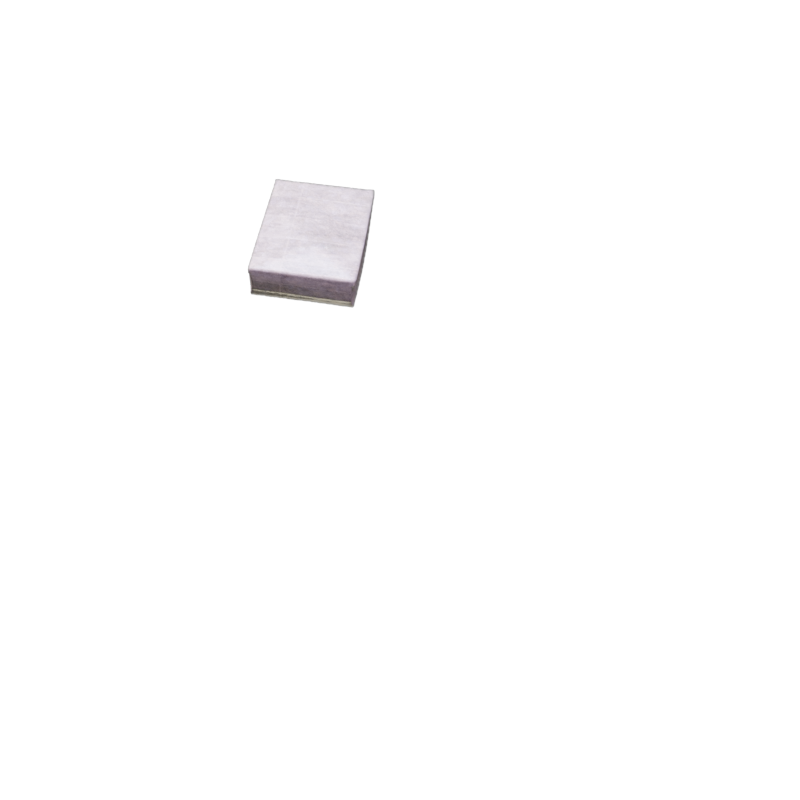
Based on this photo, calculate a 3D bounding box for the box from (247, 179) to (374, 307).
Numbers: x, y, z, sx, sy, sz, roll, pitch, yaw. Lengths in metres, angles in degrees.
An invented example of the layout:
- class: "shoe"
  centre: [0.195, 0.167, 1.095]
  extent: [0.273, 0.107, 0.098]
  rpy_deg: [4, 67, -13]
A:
- class: "box"
  centre: [-0.074, -0.135, 0.945]
  extent: [0.091, 0.121, 0.036]
  rpy_deg: [7, -41, 5]
